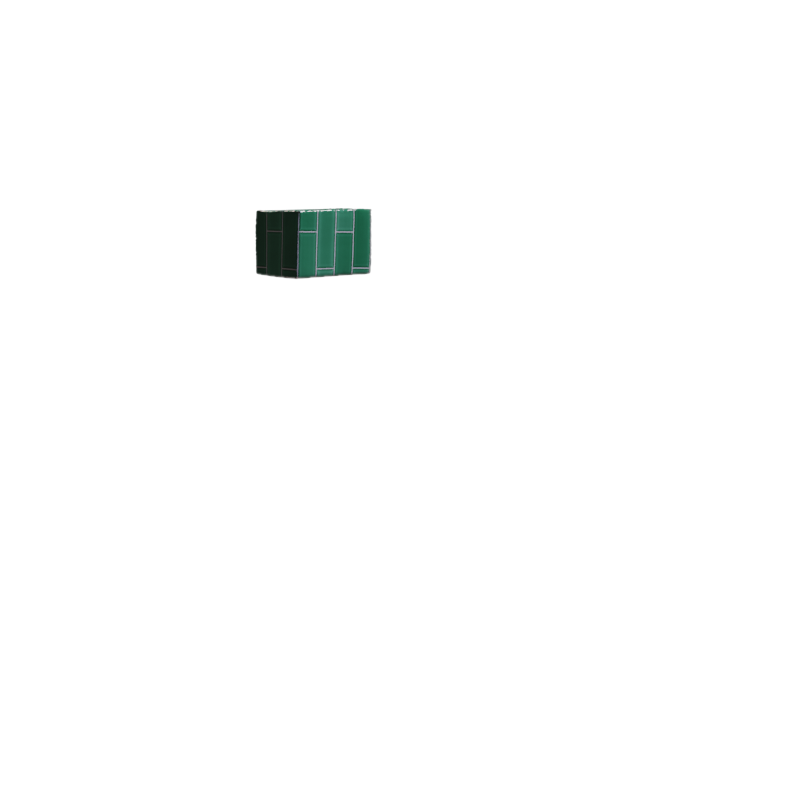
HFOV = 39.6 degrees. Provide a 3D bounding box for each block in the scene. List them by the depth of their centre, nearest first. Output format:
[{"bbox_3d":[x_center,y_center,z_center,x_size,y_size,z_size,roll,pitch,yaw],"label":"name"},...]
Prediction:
[{"bbox_3d":[-0.067,-0.123,0.861,0.075,0.051,0.055,-8,11,-44],"label":"block"}]
